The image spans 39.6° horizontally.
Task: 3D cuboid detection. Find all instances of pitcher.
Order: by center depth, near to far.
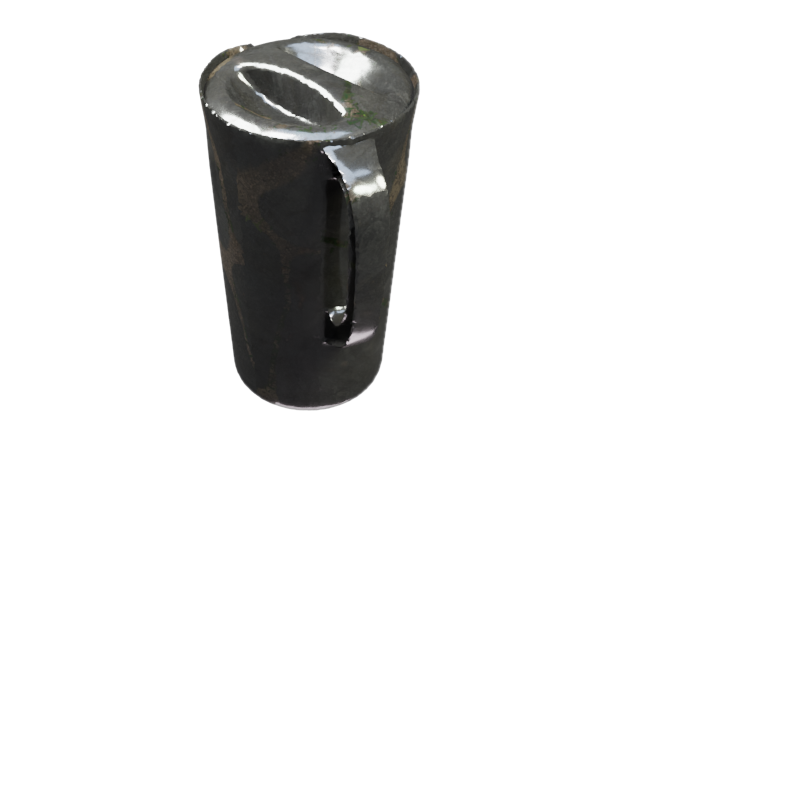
[{"bbox_3d":[-0.057,-0.104,0.728,0.149,0.227,0.155,16,43,15],"label":"pitcher"}]
